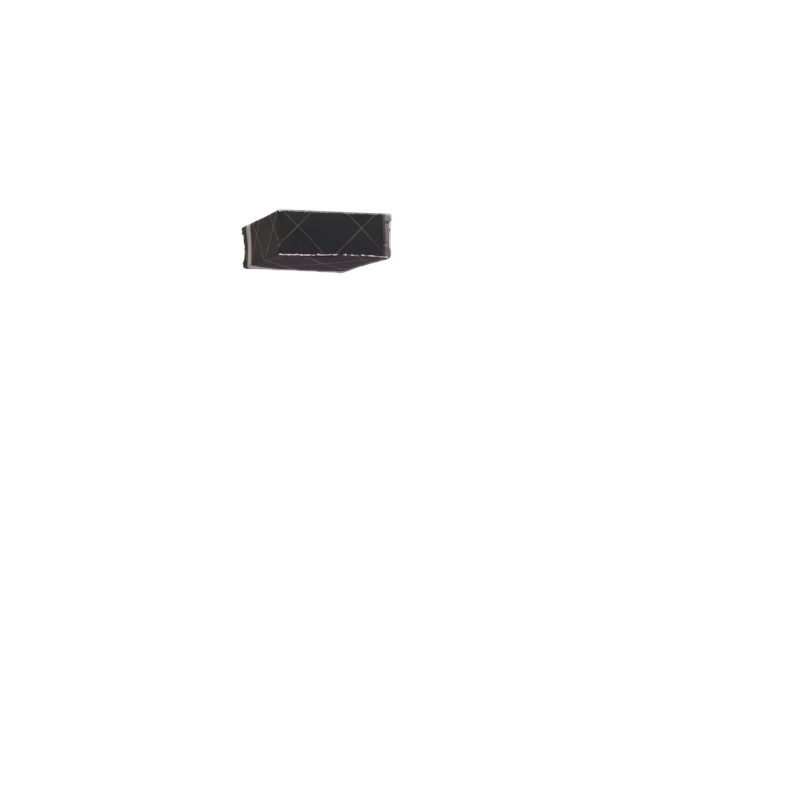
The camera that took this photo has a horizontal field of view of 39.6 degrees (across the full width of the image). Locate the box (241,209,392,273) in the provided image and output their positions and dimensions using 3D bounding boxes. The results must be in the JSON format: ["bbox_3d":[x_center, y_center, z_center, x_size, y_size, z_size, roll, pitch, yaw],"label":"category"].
[{"bbox_3d":[-0.068,-0.123,0.865,0.087,0.039,0.115,1,-2,-21],"label":"box"}]
